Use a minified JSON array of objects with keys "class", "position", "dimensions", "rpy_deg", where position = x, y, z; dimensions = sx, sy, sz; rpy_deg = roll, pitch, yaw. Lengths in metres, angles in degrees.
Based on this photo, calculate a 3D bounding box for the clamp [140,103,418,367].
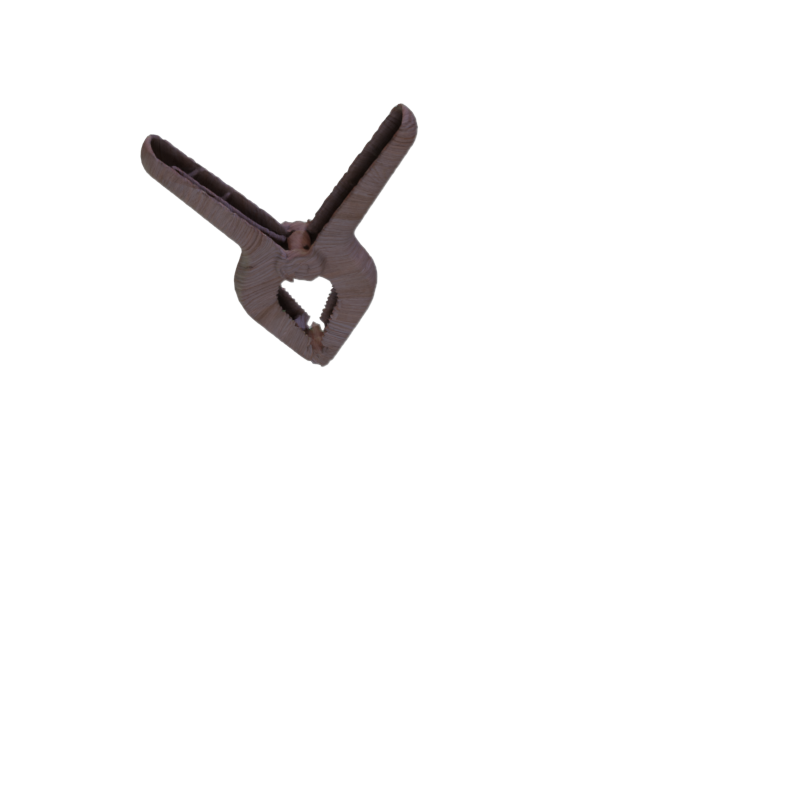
[{"class":"clamp","position":[-0.056,-0.102,0.711],"dimensions":[0.166,0.039,0.194],"rpy_deg":[-9,-44,9]}]
